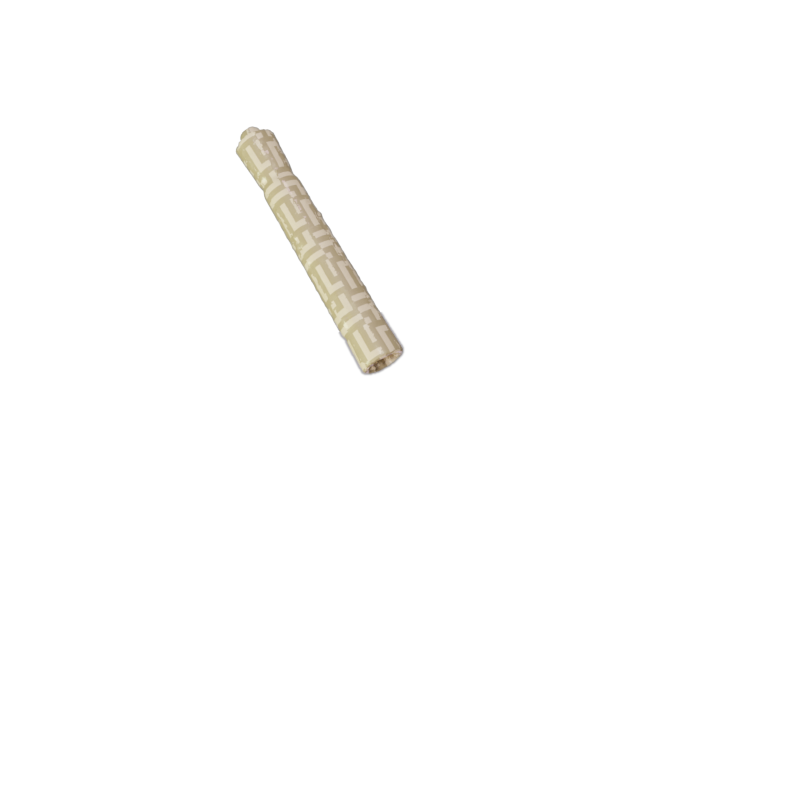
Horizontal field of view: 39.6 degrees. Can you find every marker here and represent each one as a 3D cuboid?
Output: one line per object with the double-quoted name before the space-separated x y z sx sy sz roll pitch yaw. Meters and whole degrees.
"marker" -0.036 -0.066 0.463 0.020 0.128 0.019 -26 -22 -12
